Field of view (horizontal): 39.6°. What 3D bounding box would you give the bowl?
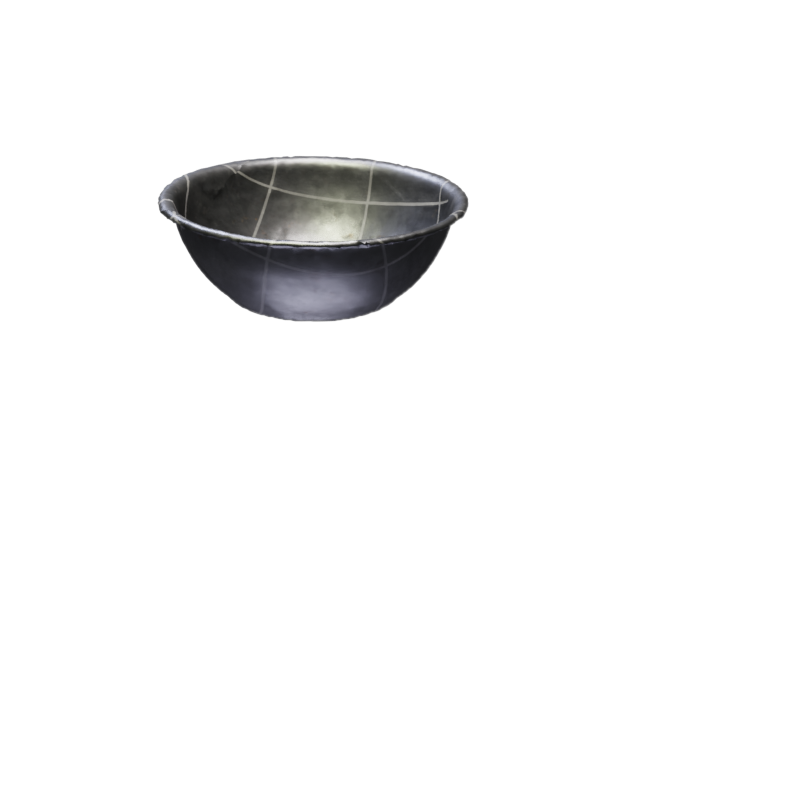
[{"bbox_3d":[-0.046,-0.084,0.587,0.162,0.052,0.170,-1,25,-2],"label":"bowl"}]
